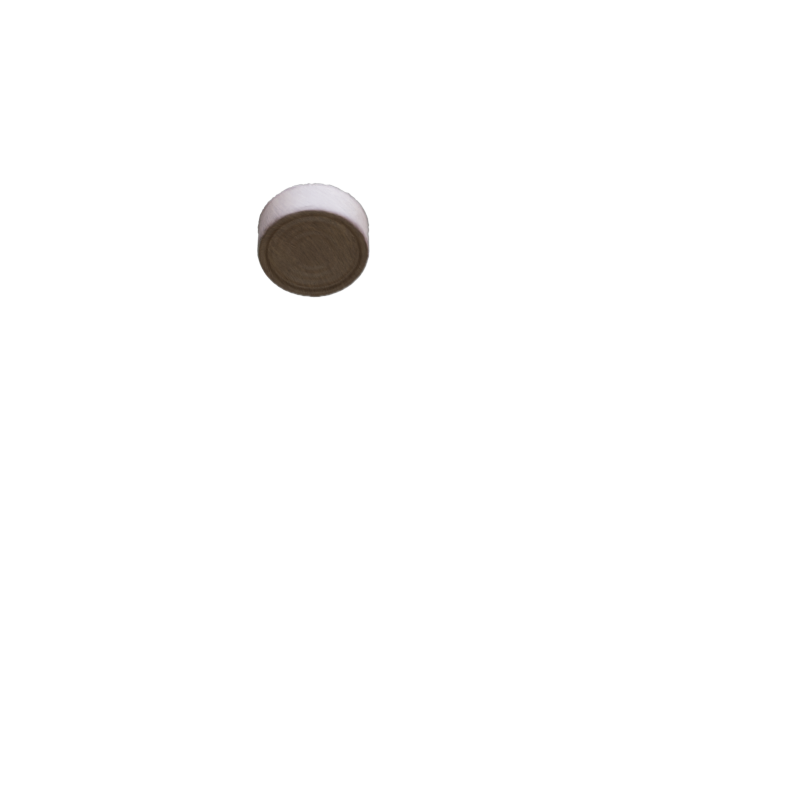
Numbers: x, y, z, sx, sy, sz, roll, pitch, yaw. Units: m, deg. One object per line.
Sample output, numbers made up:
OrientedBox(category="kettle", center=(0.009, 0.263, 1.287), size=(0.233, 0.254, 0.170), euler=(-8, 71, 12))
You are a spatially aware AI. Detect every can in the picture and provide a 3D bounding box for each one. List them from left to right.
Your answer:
OrientedBox(category="can", center=(-0.066, -0.120, 0.841), size=(0.086, 0.080, 0.036), euler=(1, 40, -1))
